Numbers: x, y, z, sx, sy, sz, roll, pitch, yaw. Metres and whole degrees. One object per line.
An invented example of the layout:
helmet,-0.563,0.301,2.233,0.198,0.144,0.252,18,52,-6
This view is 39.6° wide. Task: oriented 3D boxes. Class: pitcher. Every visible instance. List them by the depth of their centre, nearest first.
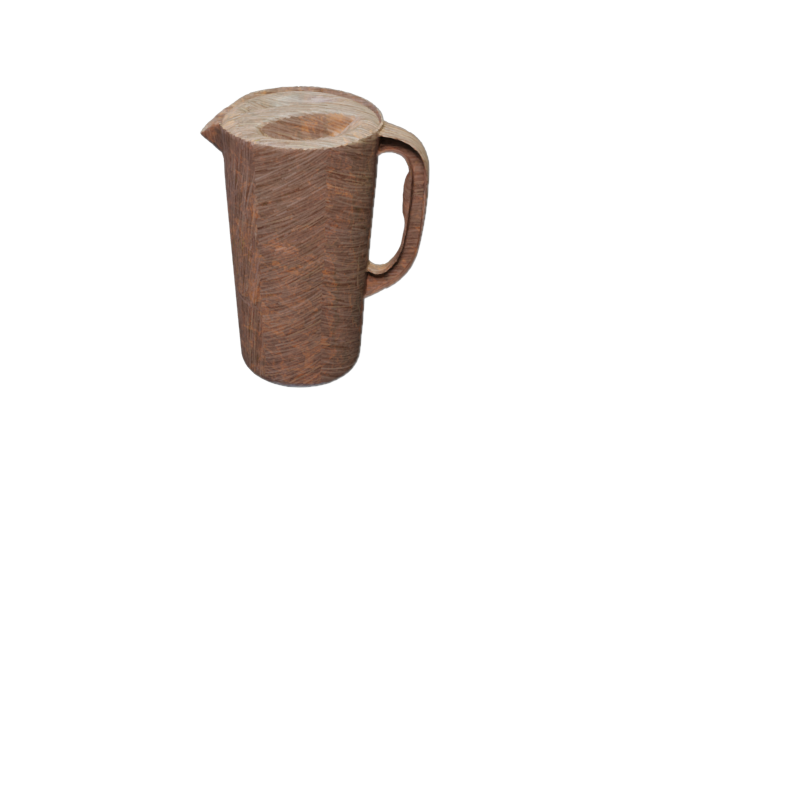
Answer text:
pitcher,-0.074,-0.135,0.943,0.143,0.228,0.160,-22,39,-33
